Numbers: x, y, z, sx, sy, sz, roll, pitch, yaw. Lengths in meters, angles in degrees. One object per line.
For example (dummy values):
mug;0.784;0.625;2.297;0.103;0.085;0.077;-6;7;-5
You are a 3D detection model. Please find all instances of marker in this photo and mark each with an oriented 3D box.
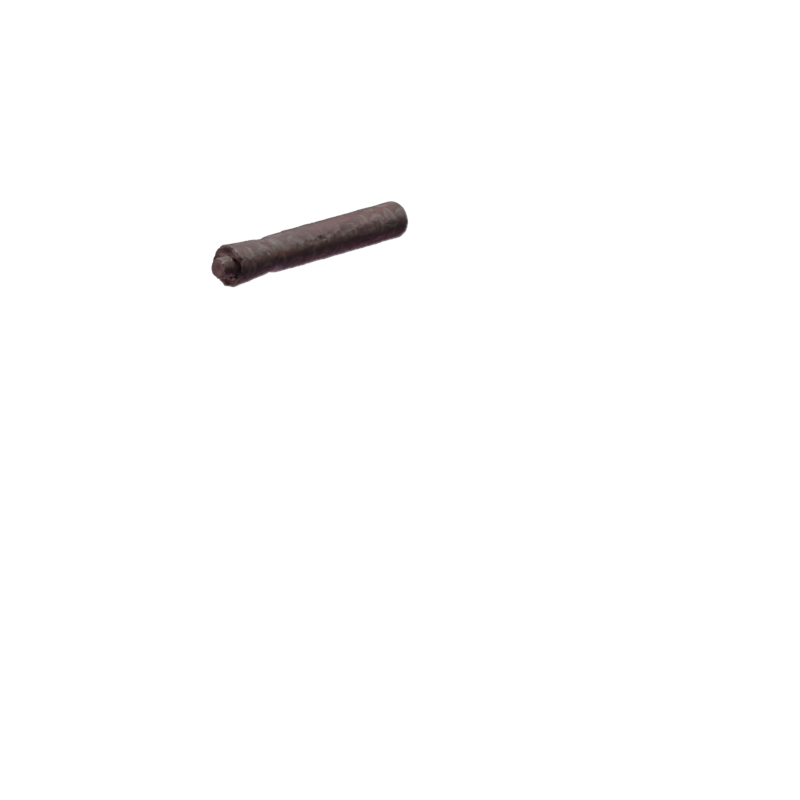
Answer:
marker;-0.040;-0.073;0.513;0.021;0.019;0.119;3;19;40
